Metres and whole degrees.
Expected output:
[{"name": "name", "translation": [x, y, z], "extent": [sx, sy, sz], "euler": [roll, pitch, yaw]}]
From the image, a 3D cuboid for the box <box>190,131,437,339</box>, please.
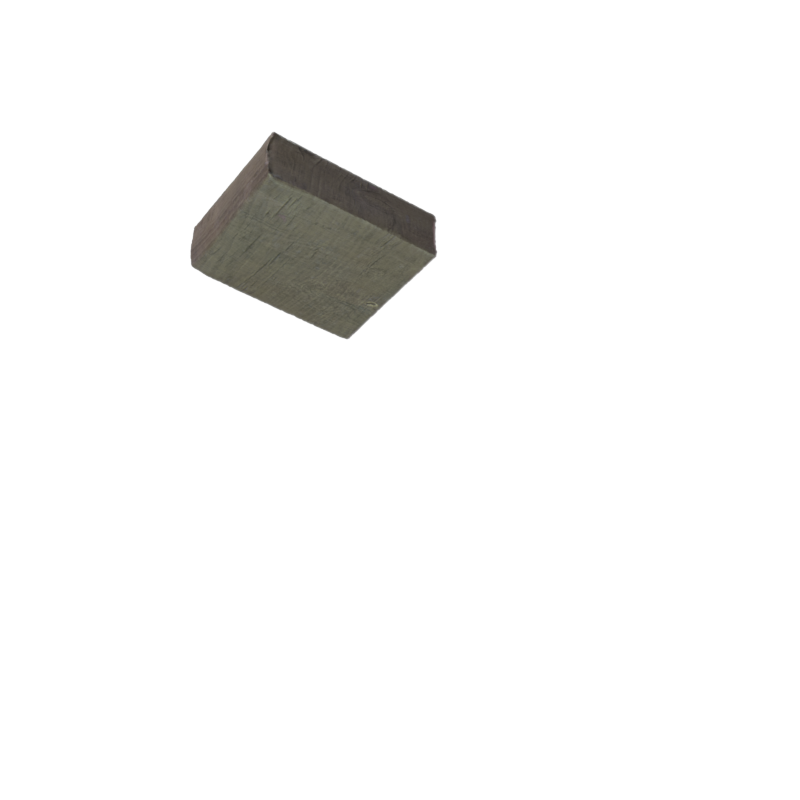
[{"name": "box", "translation": [-0.049, -0.090, 0.628], "extent": [0.108, 0.042, 0.088], "euler": [24, -46, -26]}]
